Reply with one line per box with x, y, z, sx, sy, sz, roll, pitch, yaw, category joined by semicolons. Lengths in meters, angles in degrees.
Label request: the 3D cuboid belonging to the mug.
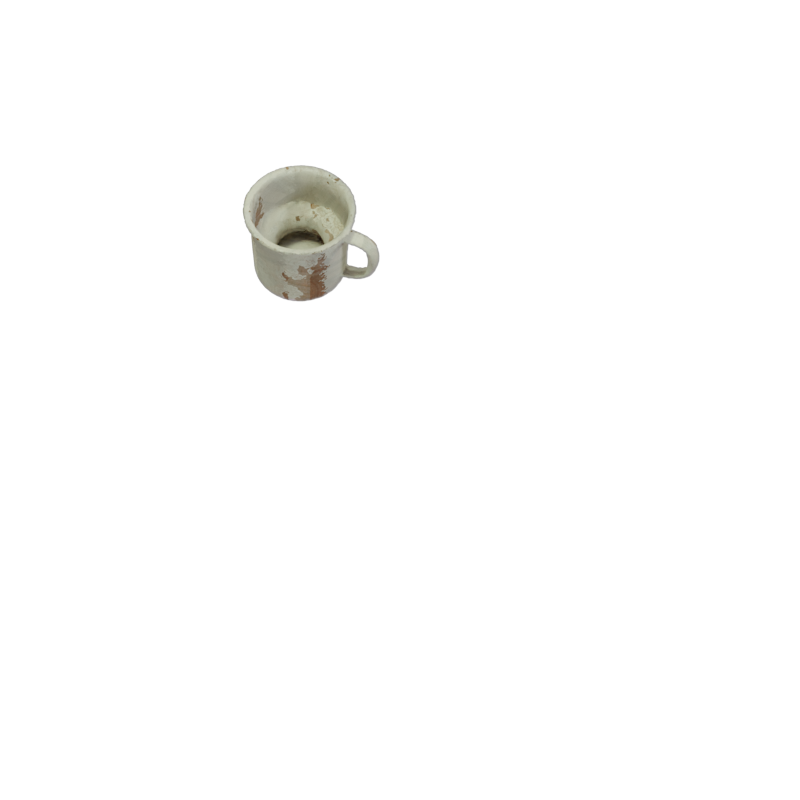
-0.073;-0.133;0.934;0.120;0.097;0.076;17;-32;10;mug
